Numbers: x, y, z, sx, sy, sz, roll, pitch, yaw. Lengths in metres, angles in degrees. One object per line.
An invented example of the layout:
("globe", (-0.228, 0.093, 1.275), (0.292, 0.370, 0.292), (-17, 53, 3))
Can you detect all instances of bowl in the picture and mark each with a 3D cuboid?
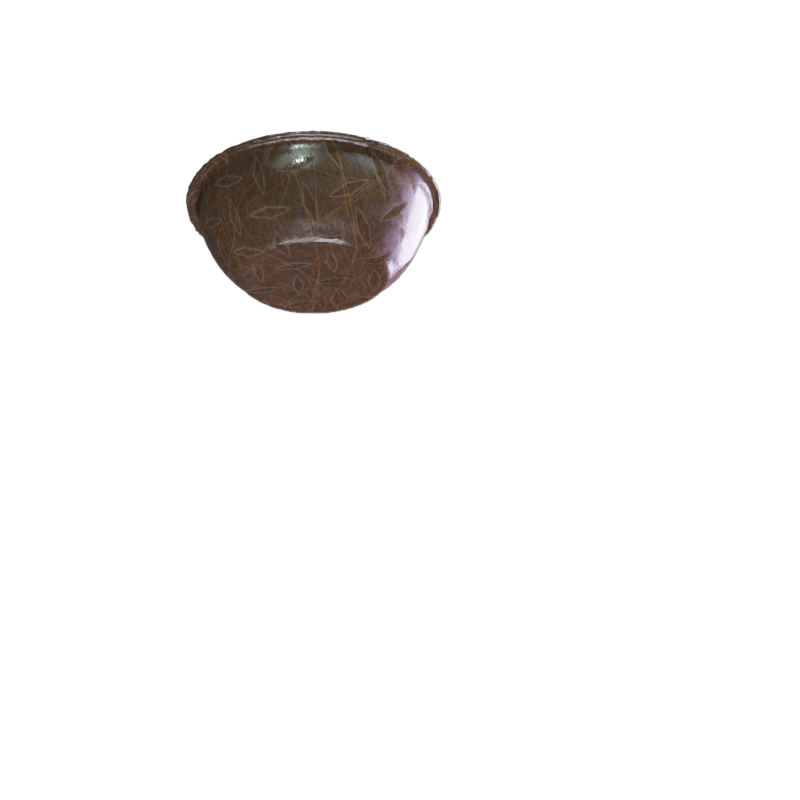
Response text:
("bowl", (-0.054, -0.099, 0.691), (0.162, 0.058, 0.153), (1, -26, -2))
